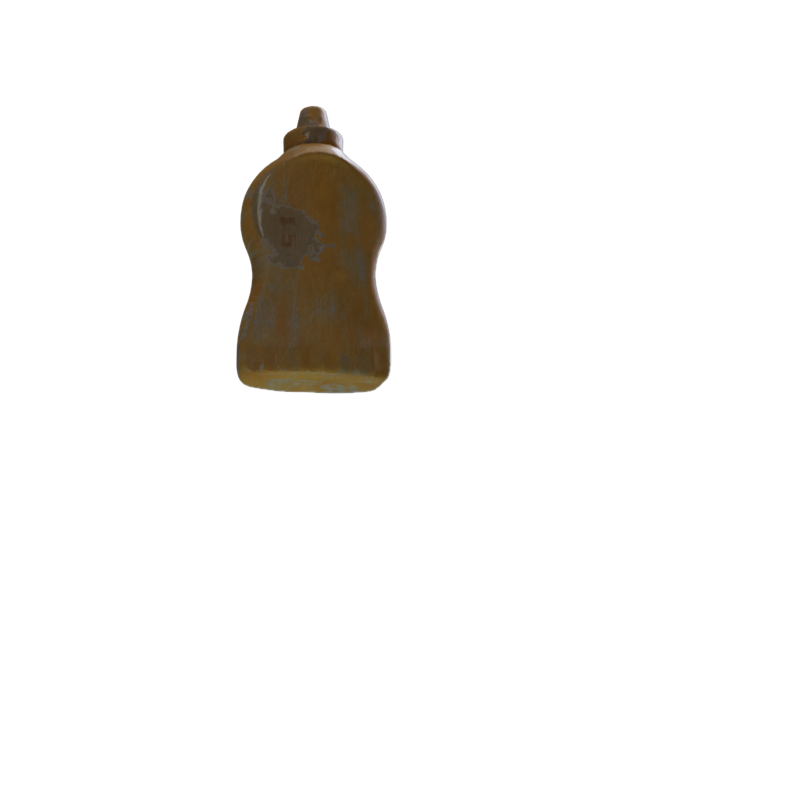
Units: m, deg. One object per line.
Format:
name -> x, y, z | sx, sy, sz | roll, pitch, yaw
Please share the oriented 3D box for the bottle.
bottle -> -0.057, -0.103, 0.726 | 0.095, 0.200, 0.056 | 2, -19, -9
